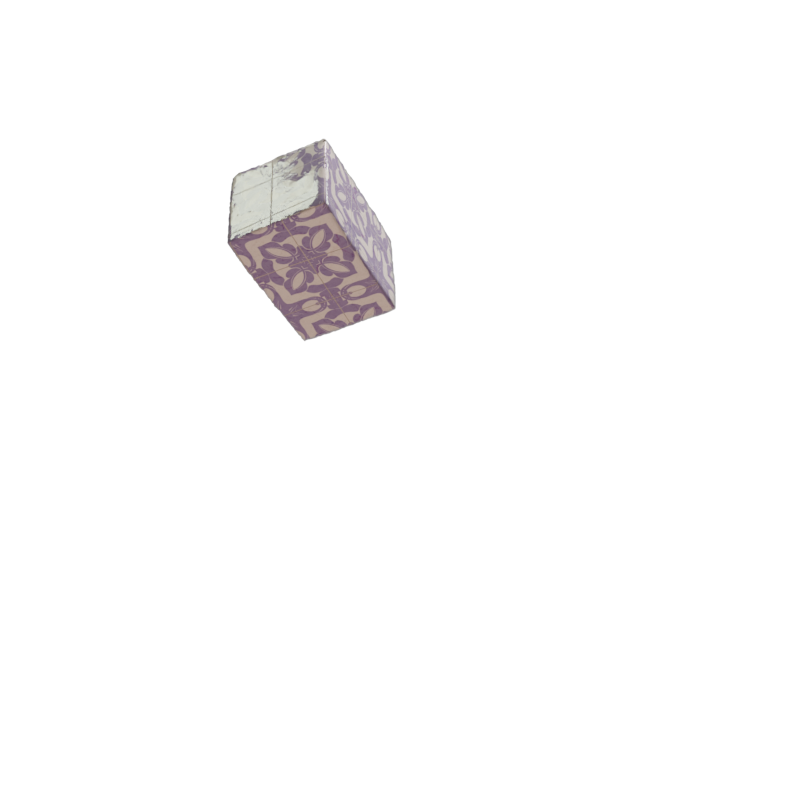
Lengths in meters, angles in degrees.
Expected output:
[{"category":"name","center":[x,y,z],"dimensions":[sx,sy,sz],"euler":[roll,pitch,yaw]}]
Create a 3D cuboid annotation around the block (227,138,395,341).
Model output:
[{"category":"block","center":[-0.042,-0.077,0.538],"dimensions":[0.053,0.055,0.072],"euler":[-19,-46,17]}]
